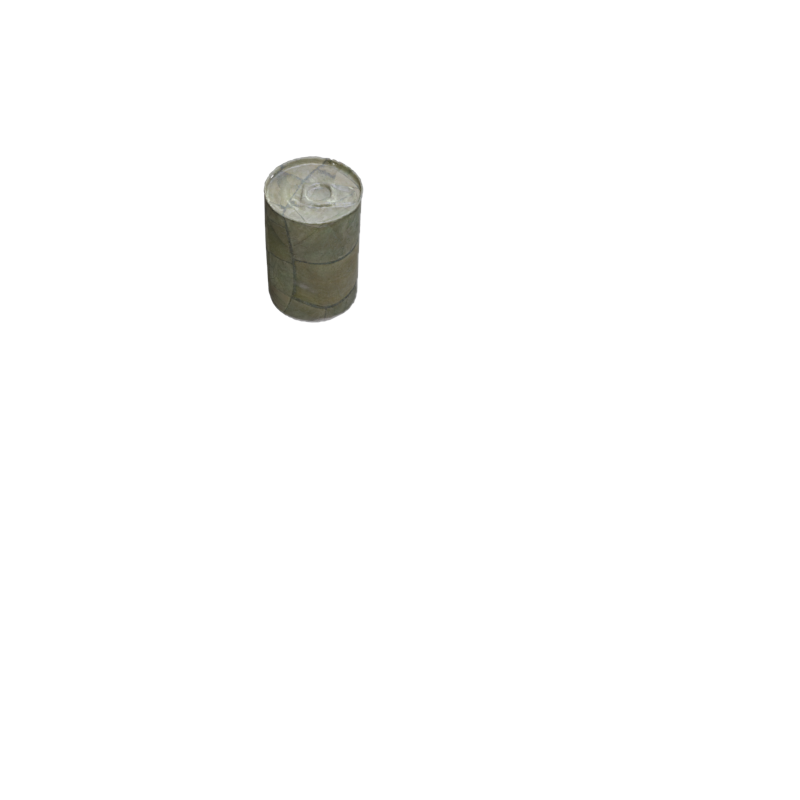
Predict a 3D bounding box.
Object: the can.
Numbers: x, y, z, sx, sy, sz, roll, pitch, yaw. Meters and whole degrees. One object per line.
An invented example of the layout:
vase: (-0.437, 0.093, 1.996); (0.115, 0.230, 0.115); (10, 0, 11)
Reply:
can: (-0.062, -0.113, 0.788); (0.068, 0.074, 0.095); (0, -42, -3)
